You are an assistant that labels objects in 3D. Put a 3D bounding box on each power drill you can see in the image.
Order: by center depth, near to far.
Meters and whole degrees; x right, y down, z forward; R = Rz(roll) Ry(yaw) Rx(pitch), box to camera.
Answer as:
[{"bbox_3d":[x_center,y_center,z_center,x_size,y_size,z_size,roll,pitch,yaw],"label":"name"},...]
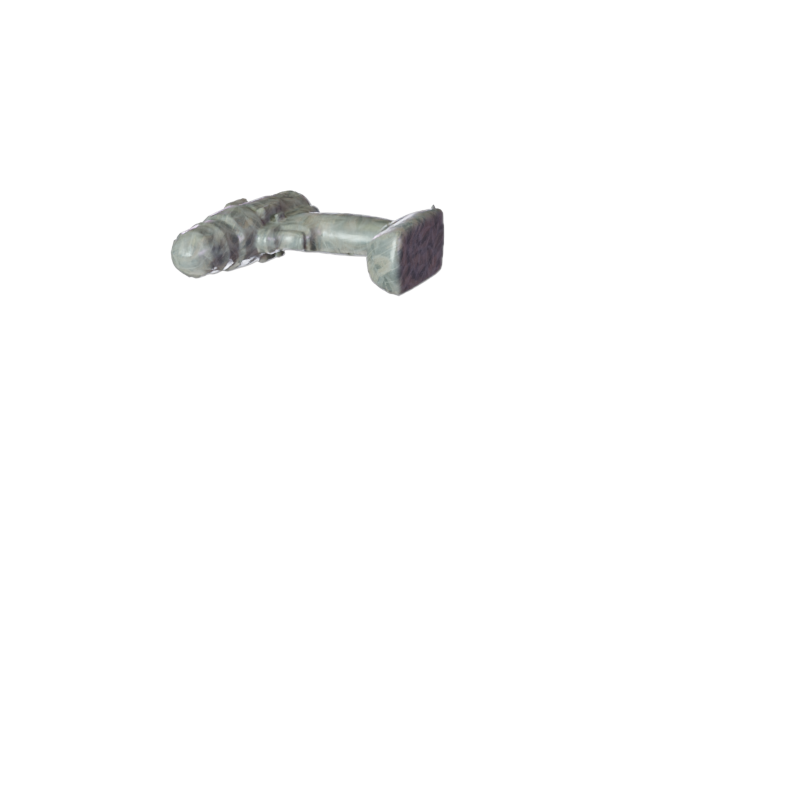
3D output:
[{"bbox_3d":[-0.071,-0.130,0.912,0.195,0.055,0.185,12,26,25],"label":"power drill"}]
